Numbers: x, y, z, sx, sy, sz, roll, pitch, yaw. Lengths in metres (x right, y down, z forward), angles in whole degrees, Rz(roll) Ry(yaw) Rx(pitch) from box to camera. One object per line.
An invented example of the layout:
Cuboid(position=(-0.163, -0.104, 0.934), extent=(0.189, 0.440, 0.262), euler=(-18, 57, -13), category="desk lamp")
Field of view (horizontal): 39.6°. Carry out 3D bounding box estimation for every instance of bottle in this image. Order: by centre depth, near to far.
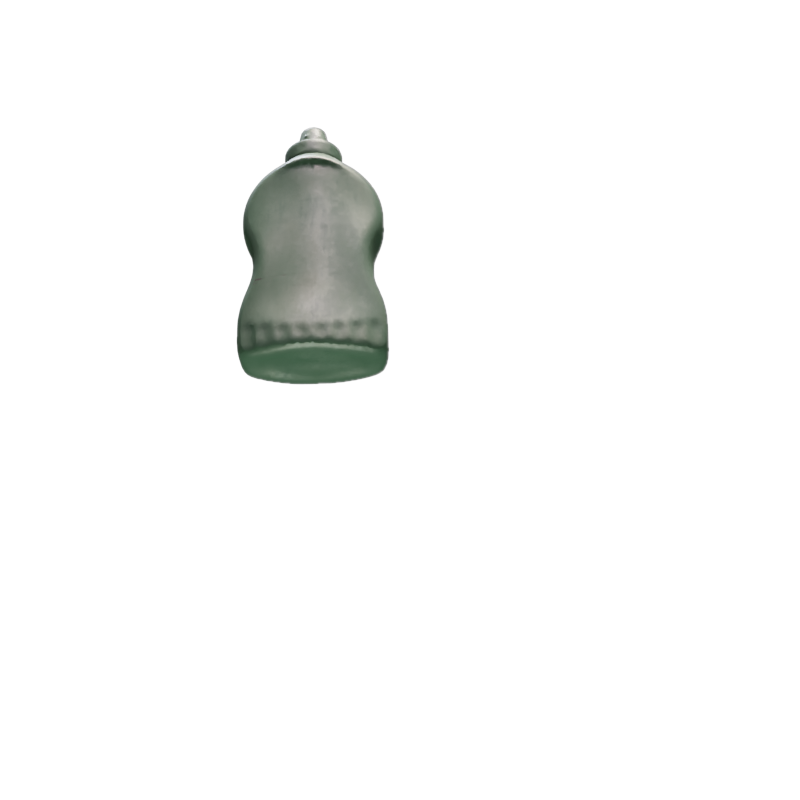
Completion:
Cuboid(position=(-0.059, -0.107, 0.751), extent=(0.096, 0.205, 0.054), euler=(-4, -32, 2), category="bottle")
